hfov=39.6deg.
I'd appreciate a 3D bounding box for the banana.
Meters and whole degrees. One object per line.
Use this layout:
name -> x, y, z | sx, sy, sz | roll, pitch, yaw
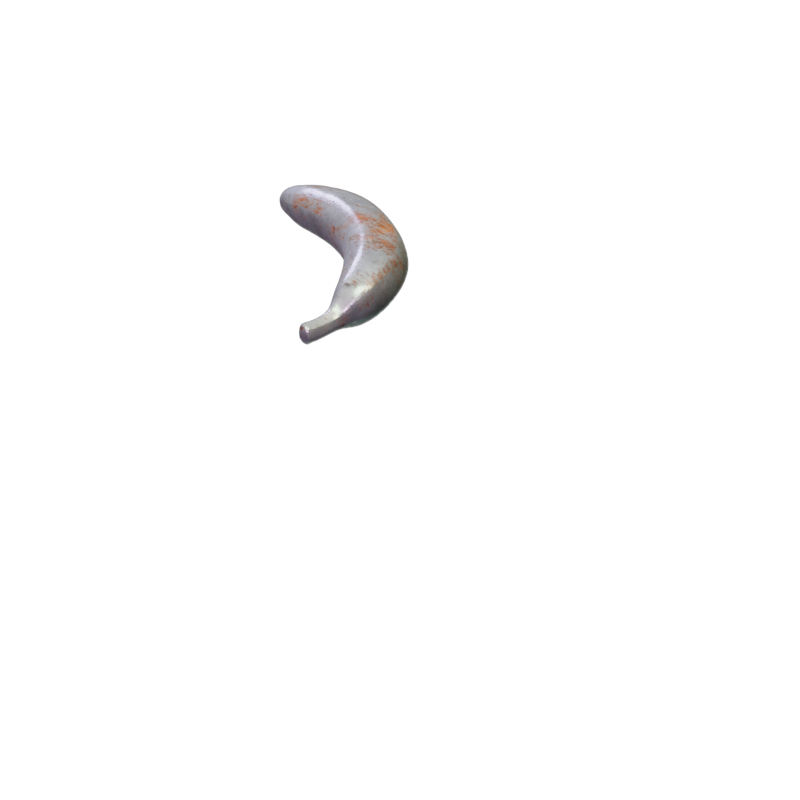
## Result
banana -> -0.034, -0.095, 0.672 | 0.069, 0.035, 0.210 | -3, 29, -7
